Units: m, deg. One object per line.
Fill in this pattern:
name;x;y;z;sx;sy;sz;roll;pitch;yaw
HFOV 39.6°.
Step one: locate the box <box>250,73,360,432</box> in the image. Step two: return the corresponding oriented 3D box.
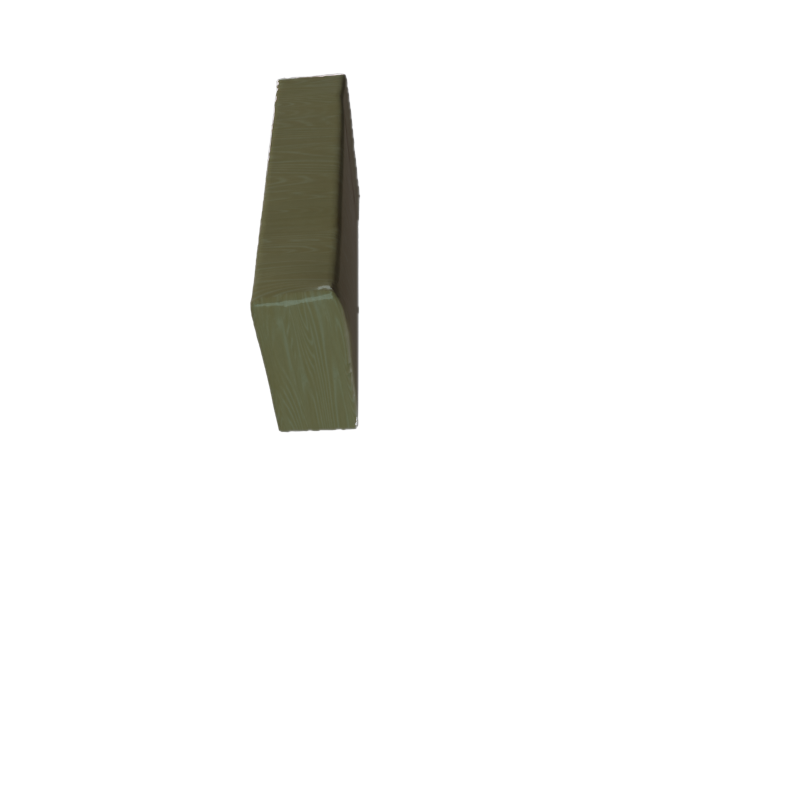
box;-0.045;-0.082;0.573;0.048;0.189;0.086;-5;-45;1
